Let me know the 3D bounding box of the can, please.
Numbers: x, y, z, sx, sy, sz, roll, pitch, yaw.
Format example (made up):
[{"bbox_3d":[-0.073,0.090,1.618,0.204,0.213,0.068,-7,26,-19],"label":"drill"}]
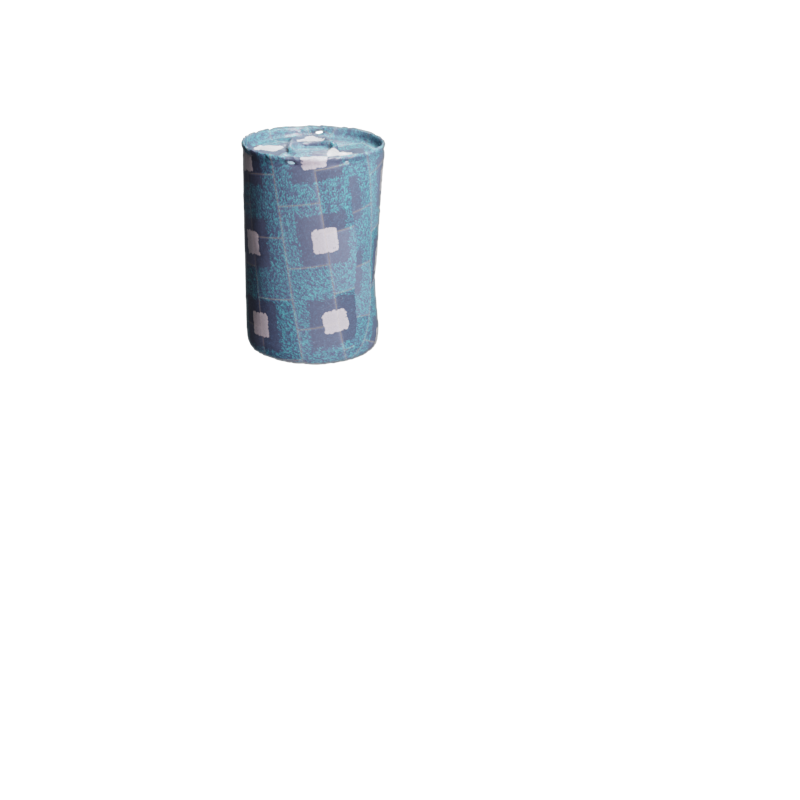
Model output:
[{"bbox_3d":[-0.042,-0.077,0.541,0.068,0.098,0.072,0,21,-2],"label":"can"}]
